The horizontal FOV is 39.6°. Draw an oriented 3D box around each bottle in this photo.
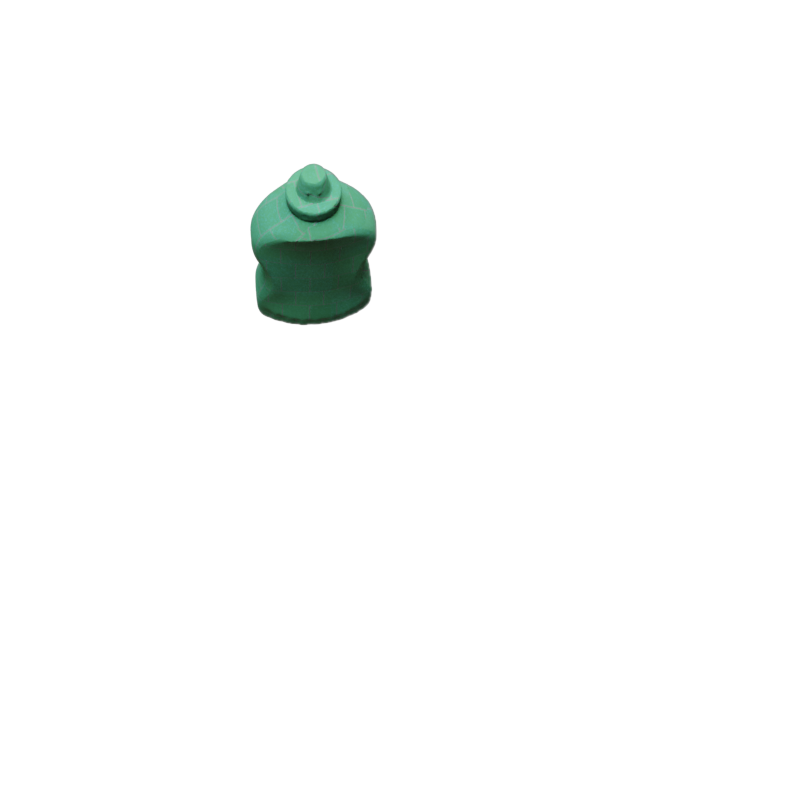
[{"bbox_3d":[-0.067,-0.123,0.858,0.096,0.062,0.181,-3,-23,-5],"label":"bottle"}]
